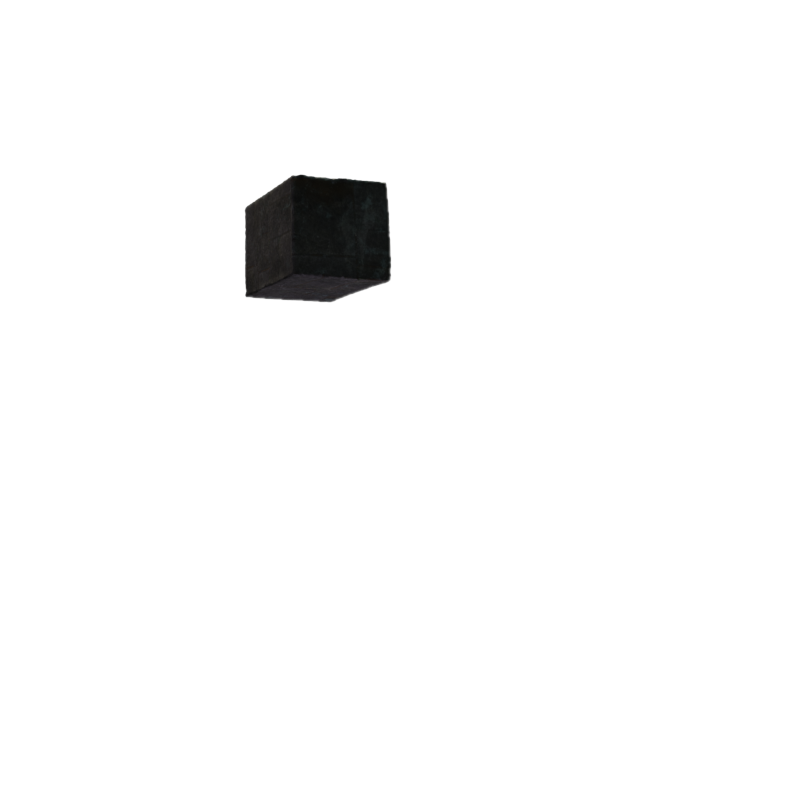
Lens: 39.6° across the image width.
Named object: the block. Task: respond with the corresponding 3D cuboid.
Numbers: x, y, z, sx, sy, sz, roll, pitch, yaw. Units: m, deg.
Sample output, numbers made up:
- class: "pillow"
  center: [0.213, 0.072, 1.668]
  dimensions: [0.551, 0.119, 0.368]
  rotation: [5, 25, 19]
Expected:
- class: "block"
  center: [-0.045, -0.082, 0.573]
  dimensions: [0.051, 0.052, 0.079]
  rotation: [3, -6, -25]
